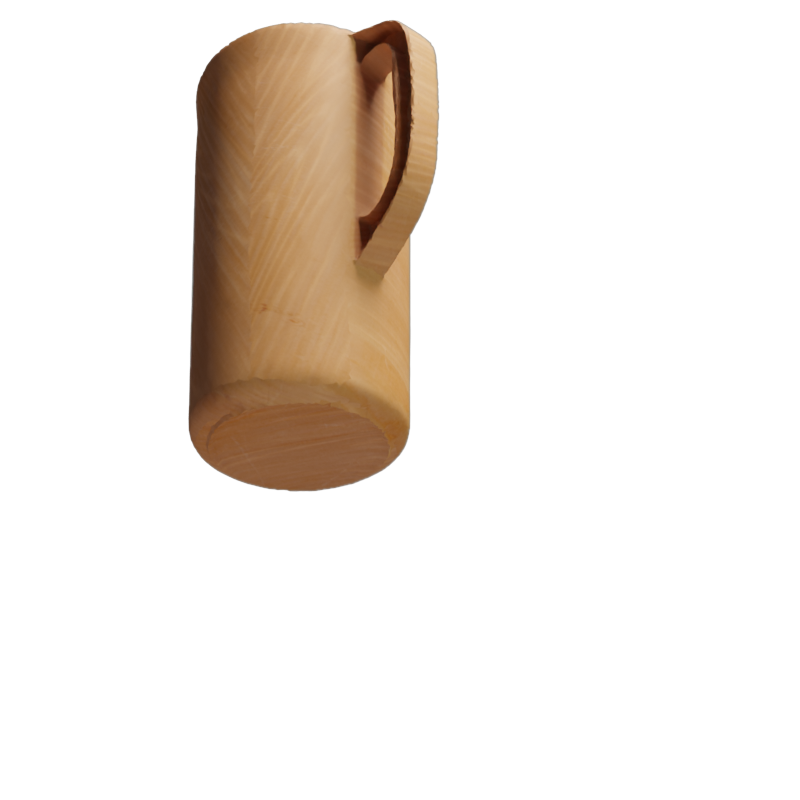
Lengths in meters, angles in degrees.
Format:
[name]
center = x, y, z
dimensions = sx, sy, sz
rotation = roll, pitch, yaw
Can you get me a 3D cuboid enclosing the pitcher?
[pitcher]
center = -0.047, -0.086, 0.600
dimensions = 0.145, 0.260, 0.138
rotation = -4, -36, 2
